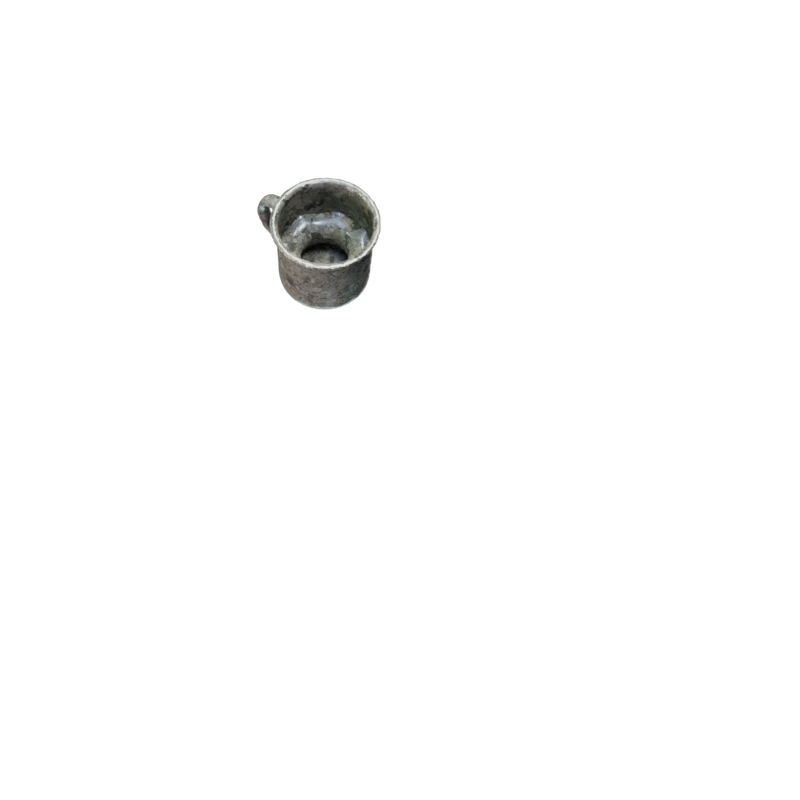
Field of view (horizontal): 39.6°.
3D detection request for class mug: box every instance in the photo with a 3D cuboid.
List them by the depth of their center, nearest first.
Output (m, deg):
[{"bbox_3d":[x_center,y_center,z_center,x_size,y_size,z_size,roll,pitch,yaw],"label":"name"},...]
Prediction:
[{"bbox_3d":[-0.075,-0.137,0.959,0.122,0.096,0.076,30,-26,15],"label":"mug"}]
